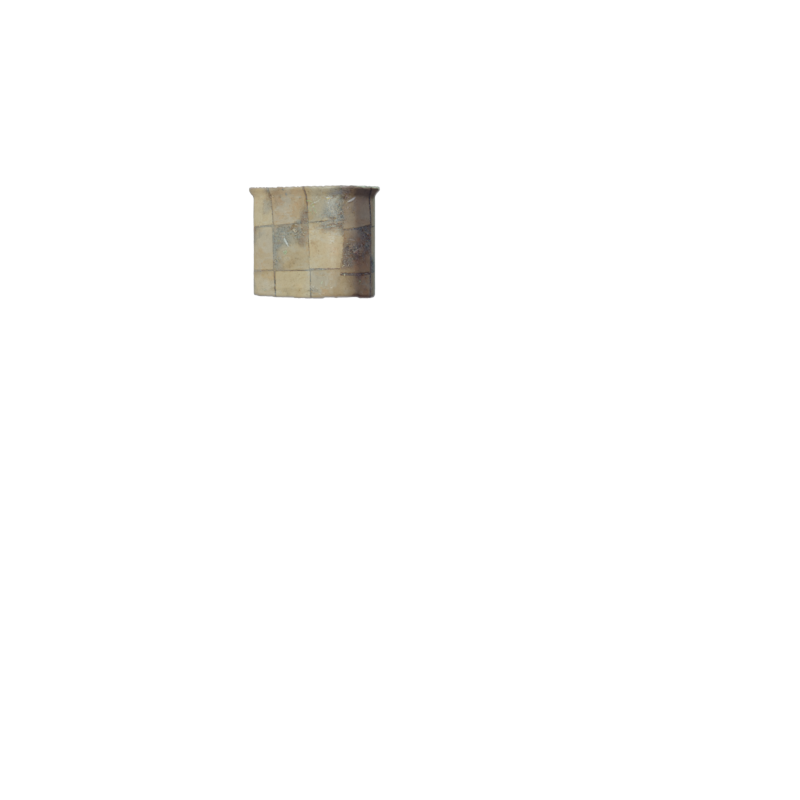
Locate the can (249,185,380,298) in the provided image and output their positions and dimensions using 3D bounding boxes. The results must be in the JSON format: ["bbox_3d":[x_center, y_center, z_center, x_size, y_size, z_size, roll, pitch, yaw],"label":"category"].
[{"bbox_3d":[-0.066,-0.121,0.846,0.106,0.083,0.055,4,5,36],"label":"can"}]
